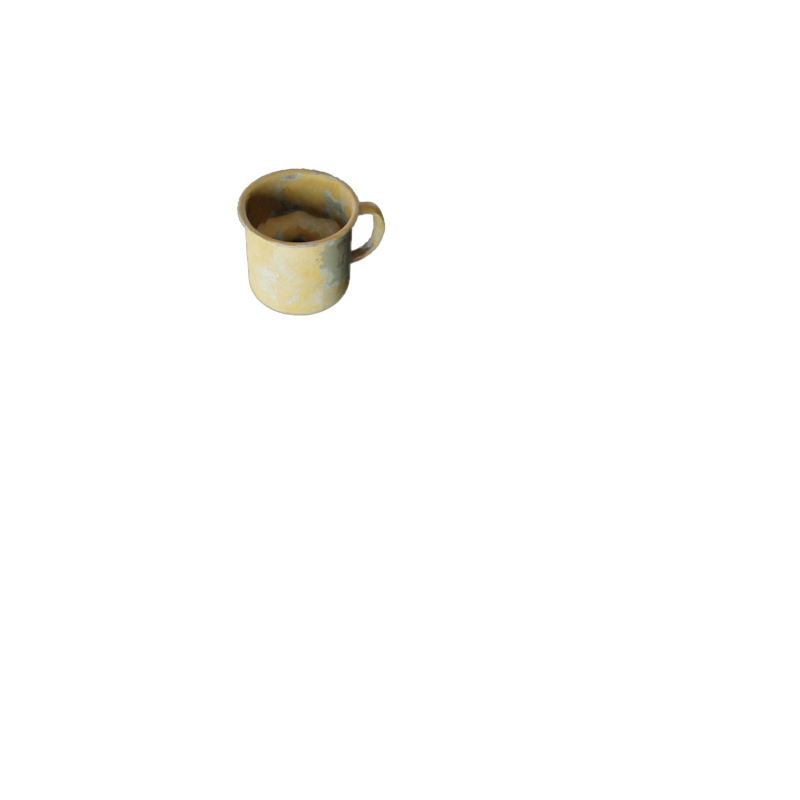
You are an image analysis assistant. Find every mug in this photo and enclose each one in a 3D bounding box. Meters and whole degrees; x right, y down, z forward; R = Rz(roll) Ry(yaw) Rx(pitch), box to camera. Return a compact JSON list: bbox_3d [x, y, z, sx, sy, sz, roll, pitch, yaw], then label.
[{"bbox_3d":[-0.068,-0.124,0.867,0.116,0.076,0.101,-16,48,-16],"label":"mug"}]
